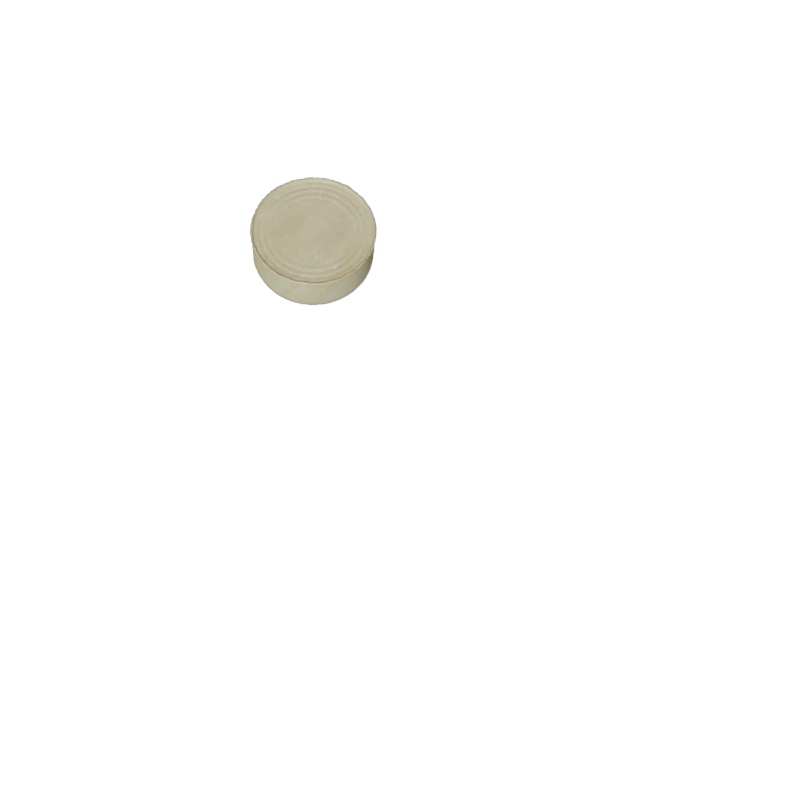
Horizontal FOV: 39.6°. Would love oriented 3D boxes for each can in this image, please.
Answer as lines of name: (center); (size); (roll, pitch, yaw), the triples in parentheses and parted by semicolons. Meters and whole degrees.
can: (-0.060, -0.109, 0.764); (0.086, 0.091, 0.032); (-1, -29, -1)
